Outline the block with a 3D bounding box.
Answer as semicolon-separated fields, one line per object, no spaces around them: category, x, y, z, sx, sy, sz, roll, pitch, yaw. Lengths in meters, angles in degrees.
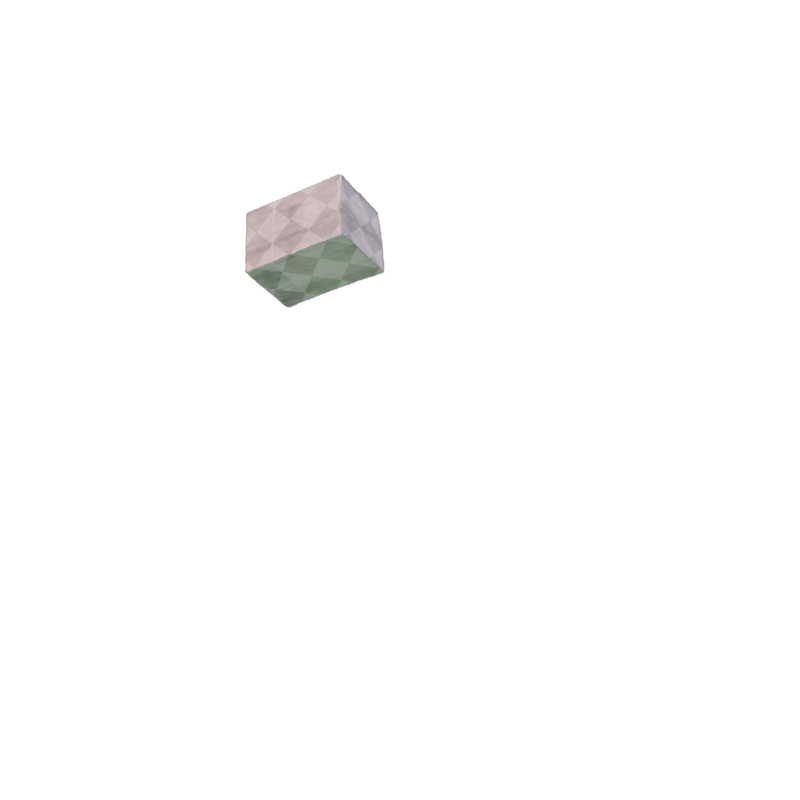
block;-0.057;-0.105;0.733;0.079;0.055;0.049;-18;-36;25
